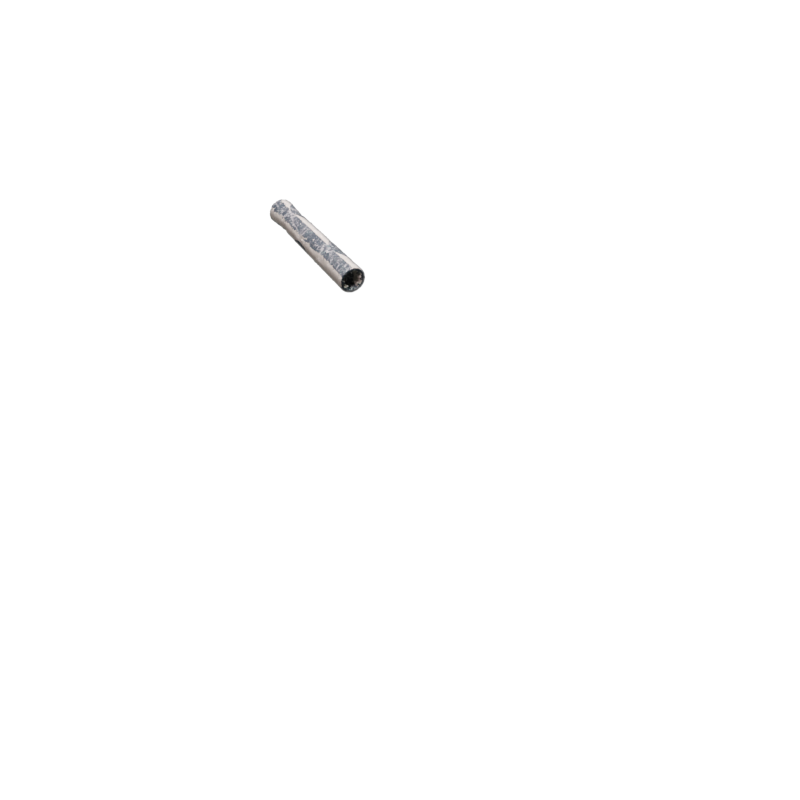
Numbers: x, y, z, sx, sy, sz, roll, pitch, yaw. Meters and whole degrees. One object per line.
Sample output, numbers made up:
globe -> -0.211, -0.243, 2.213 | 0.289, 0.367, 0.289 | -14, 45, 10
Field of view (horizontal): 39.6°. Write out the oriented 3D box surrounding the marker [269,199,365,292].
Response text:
marker -> -0.061, -0.111, 0.777 | 0.019, 0.019, 0.131 | -2, 31, -30
